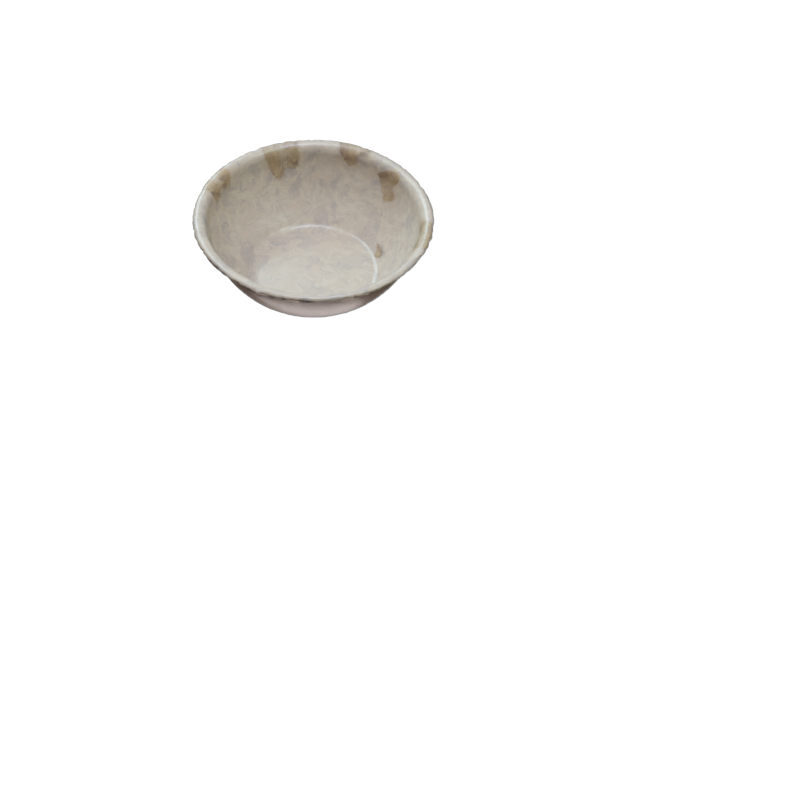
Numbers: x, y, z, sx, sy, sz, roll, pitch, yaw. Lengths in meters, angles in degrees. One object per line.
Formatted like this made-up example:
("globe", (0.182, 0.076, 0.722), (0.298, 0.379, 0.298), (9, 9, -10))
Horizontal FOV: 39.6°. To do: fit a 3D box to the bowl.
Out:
("bowl", (-0.060, -0.109, 0.761), (0.162, 0.174, 0.051), (-1, -43, -1))
